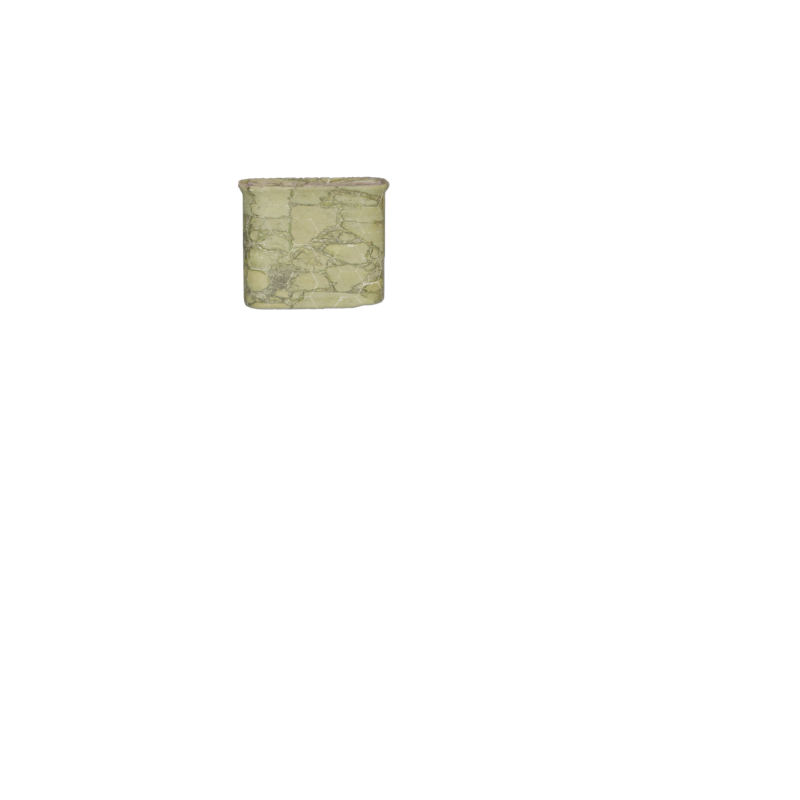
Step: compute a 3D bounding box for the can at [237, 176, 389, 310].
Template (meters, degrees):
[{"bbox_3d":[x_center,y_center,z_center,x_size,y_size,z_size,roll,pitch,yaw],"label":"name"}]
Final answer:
[{"bbox_3d":[-0.059,-0.108,0.758,0.101,0.082,0.059,-1,12,-5],"label":"can"}]
